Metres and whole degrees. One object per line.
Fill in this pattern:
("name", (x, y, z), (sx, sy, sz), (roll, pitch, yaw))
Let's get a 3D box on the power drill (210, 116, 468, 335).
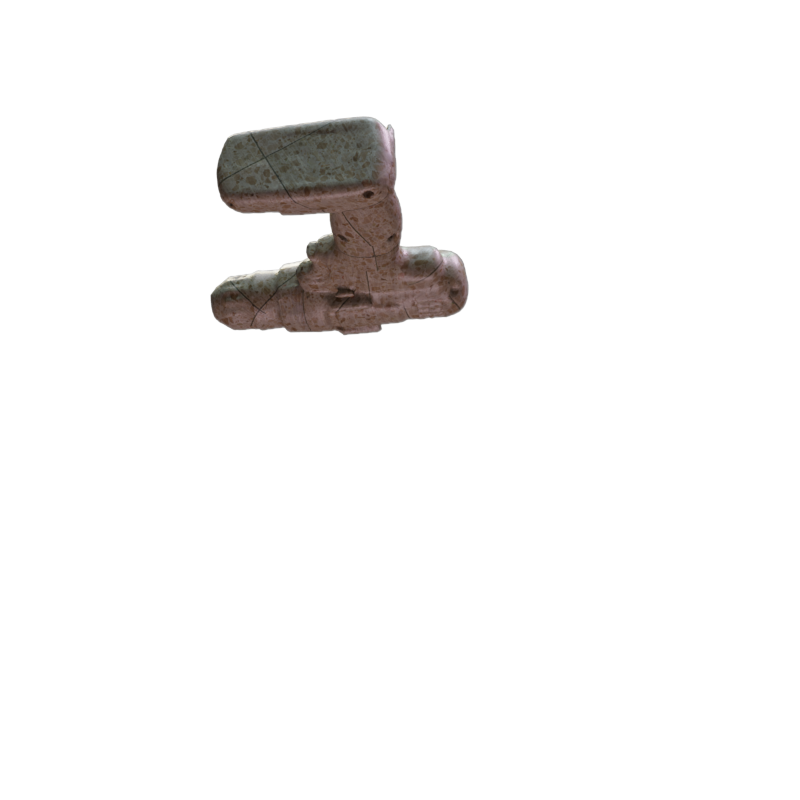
("power drill", (-0.057, -0.104, 0.726), (0.186, 0.061, 0.175), (-5, -26, 11))
